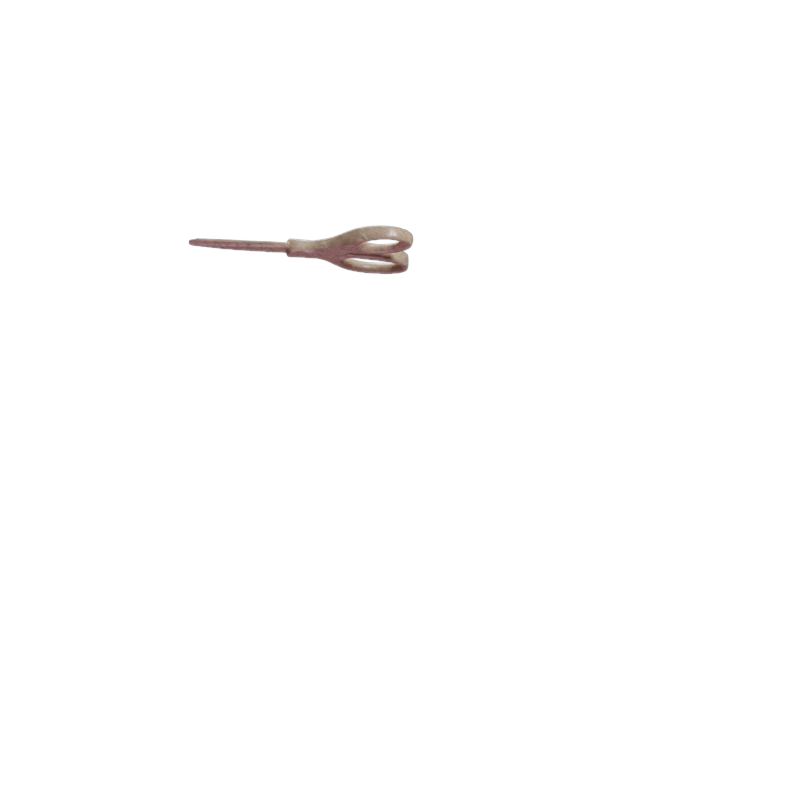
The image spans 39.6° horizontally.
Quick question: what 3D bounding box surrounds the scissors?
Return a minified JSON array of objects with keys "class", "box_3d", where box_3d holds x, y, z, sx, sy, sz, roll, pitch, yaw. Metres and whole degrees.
[{"class":"scissors","box_3d":[-0.077,-0.140,0.982,0.195,0.016,0.095,7,-18,-23]}]
